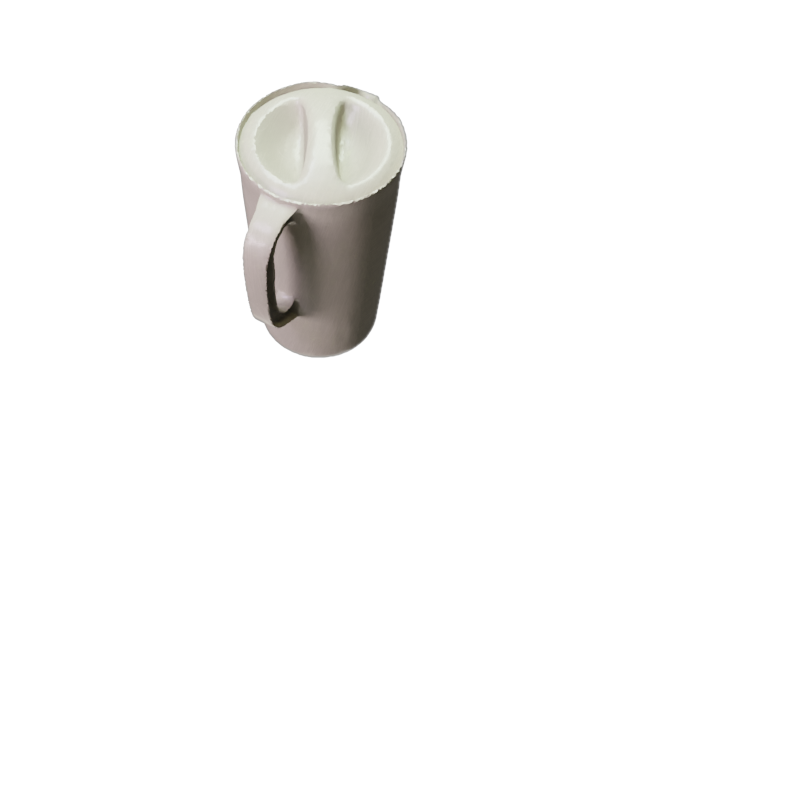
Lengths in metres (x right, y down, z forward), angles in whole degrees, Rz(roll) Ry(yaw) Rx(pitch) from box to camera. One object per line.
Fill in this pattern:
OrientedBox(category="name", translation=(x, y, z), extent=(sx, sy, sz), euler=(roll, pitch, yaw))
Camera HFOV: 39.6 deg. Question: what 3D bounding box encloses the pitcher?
OrientedBox(category="pitcher", translation=(-0.074, -0.134, 0.939), extent=(0.148, 0.156, 0.227), euler=(-15, -32, -13))
